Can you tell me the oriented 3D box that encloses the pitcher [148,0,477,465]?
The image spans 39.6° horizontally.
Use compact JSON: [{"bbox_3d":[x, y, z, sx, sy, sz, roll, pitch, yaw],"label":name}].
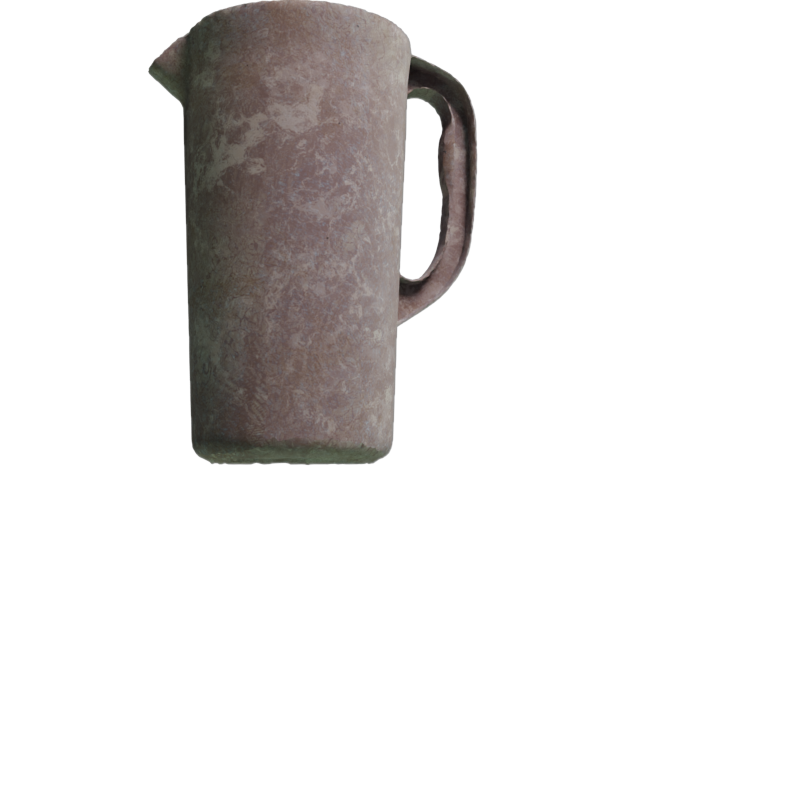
[{"bbox_3d":[-0.048,-0.088,0.618,0.153,0.250,0.137,-6,-11,30],"label":"pitcher"}]
